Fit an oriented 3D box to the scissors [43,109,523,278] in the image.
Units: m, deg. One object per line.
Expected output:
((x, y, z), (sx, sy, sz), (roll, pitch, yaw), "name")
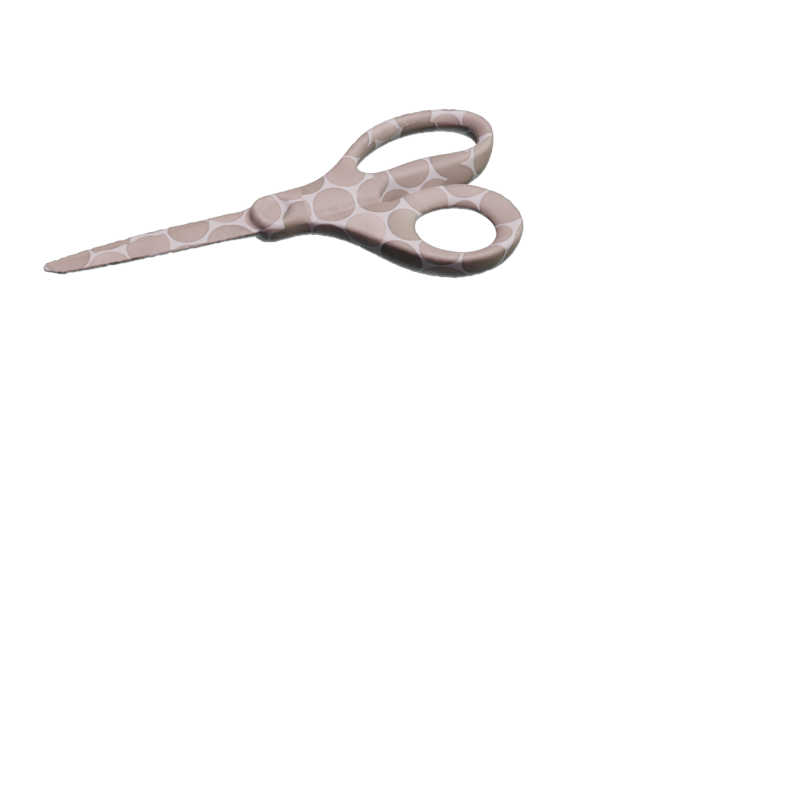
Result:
((-0.036, -0.066, 0.460), (0.201, 0.103, 0.015), (-29, -31, -19), "scissors")
